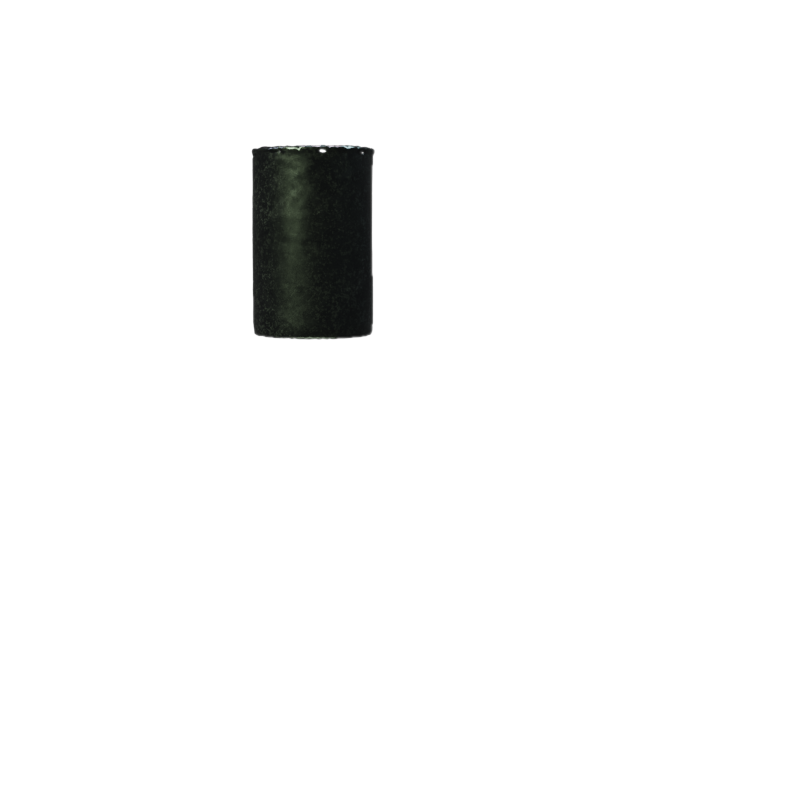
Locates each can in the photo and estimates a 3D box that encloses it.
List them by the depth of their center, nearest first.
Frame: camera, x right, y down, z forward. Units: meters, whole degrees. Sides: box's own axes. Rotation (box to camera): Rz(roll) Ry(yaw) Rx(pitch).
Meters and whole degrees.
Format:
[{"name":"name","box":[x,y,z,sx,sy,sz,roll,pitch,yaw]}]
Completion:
[{"name":"can","box":[-0.048,-0.087,0.612,0.068,0.102,0.069,0,3,-2]}]
